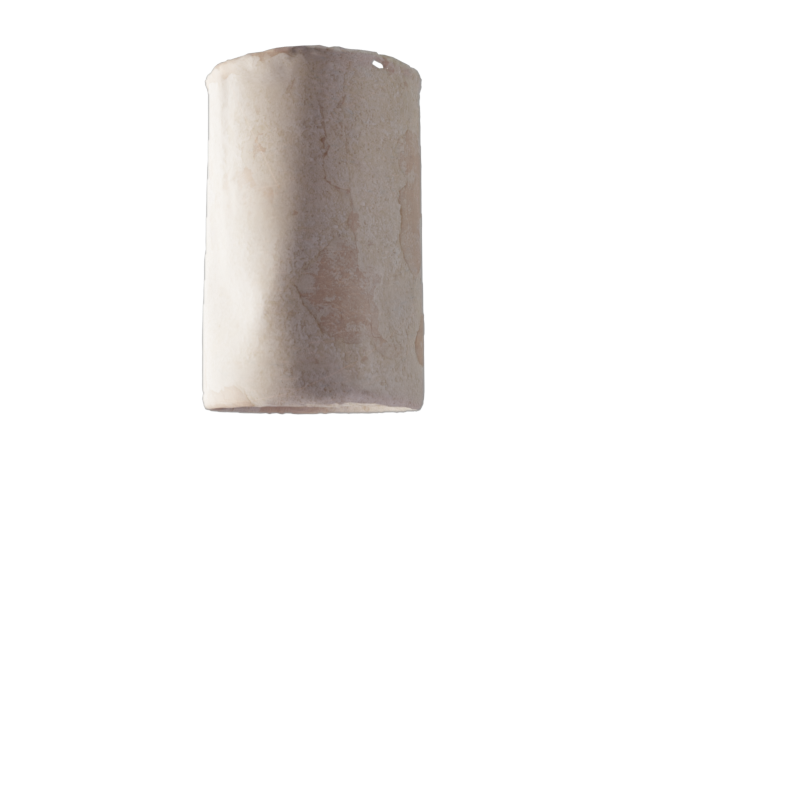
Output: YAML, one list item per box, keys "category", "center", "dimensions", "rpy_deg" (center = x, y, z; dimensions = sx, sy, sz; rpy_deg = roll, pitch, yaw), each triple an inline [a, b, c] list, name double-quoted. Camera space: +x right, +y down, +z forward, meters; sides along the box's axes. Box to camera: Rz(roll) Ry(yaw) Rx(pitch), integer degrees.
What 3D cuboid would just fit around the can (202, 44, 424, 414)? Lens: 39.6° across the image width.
- category: "can"
  center: [-0.026, -0.048, 0.338]
  dimensions: [0.068, 0.105, 0.067]
  rpy_deg: [0, -8, -2]
